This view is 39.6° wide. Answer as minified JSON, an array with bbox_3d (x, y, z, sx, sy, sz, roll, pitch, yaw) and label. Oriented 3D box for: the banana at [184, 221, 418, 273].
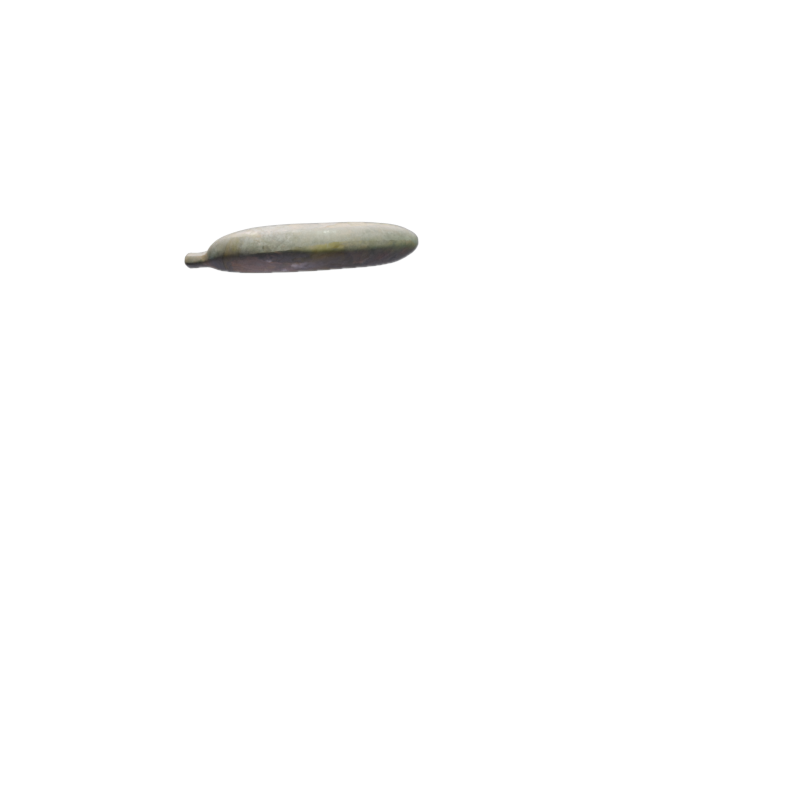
[{"bbox_3d":[-0.065,-0.122,0.867,0.193,0.036,0.073,-6,14,-21],"label":"banana"}]
